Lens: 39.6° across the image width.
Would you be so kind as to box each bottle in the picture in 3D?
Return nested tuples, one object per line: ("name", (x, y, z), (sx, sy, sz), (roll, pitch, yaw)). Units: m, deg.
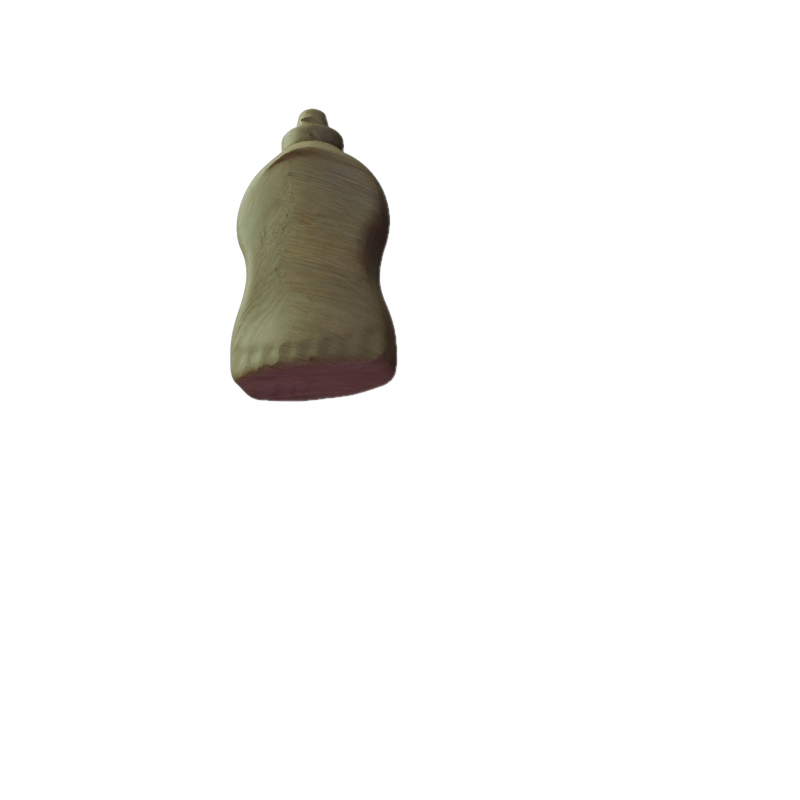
("bottle", (-0.054, -0.099, 0.689), (0.097, 0.204, 0.054), (-10, -29, 15))
